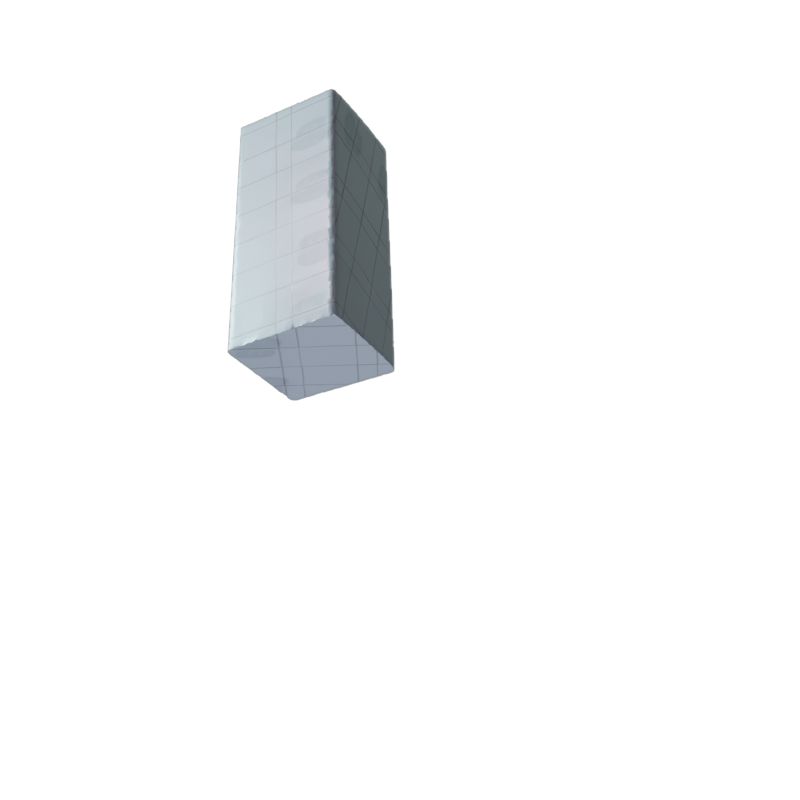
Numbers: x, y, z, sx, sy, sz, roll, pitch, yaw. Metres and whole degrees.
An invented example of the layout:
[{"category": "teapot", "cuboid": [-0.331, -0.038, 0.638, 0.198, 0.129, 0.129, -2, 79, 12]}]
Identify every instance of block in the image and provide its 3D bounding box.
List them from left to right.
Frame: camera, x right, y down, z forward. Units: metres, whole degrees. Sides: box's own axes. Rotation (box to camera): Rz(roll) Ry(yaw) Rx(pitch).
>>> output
[{"category": "block", "cuboid": [-0.065, -0.119, 0.835, 0.091, 0.220, 0.083, -19, -36, 23]}]
